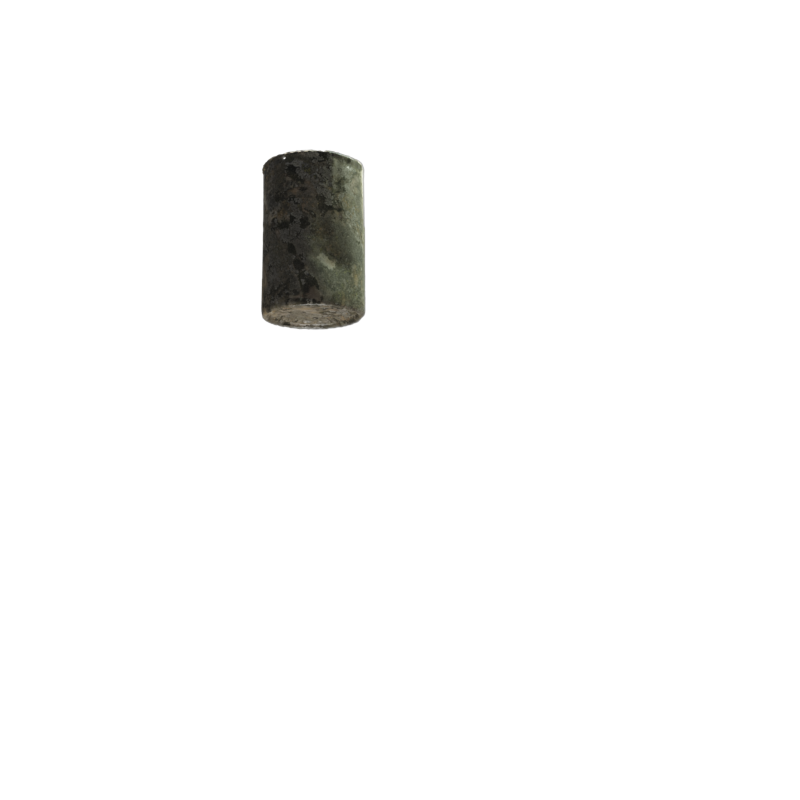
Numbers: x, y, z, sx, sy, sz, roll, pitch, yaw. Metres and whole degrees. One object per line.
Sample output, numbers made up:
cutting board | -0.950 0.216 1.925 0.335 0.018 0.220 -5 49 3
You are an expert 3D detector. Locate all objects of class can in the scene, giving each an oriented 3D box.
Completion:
can | -0.056 -0.103 0.720 0.068 0.106 0.066 0 -15 -2
